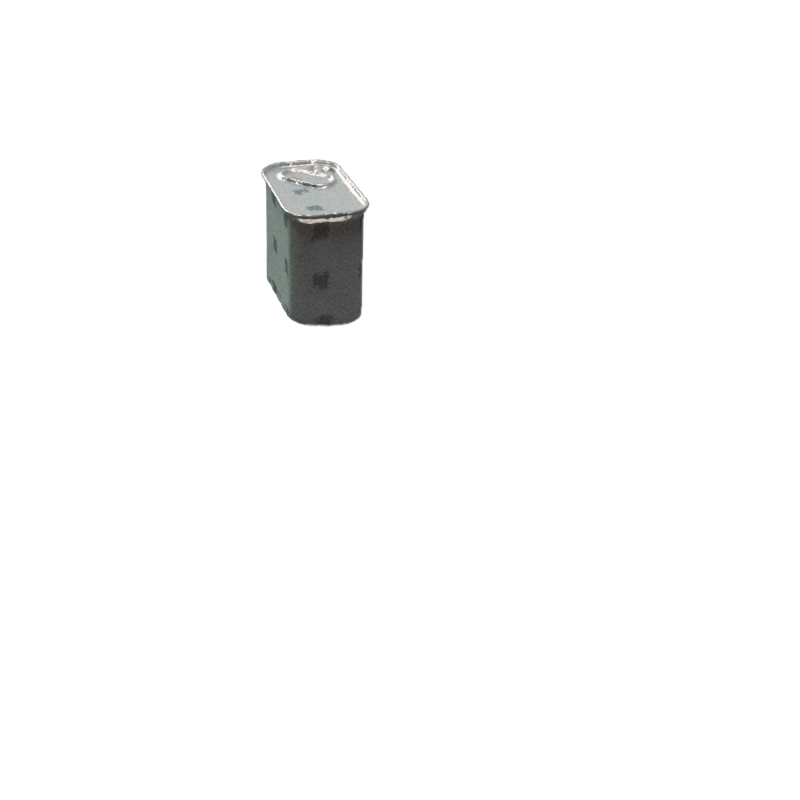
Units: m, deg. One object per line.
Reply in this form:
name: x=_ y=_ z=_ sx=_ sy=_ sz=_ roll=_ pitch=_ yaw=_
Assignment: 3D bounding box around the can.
can: x=-0.060 y=-0.109 z=0.763 sx=0.057 sy=0.079 sz=0.109 roll=-7 pitch=30 yaw=-16
